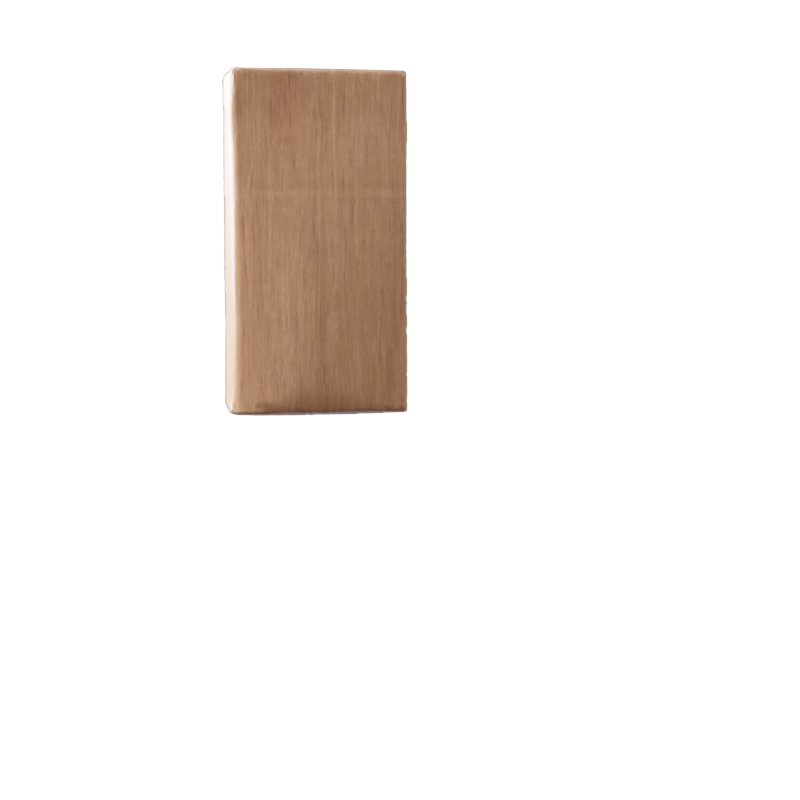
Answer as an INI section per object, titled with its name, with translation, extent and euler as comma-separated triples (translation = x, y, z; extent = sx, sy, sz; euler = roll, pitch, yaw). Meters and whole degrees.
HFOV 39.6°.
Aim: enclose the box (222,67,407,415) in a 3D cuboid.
[box]
translation = -0.045, -0.082, 0.577
extent = 0.092, 0.176, 0.049
euler = 0, 1, -12
